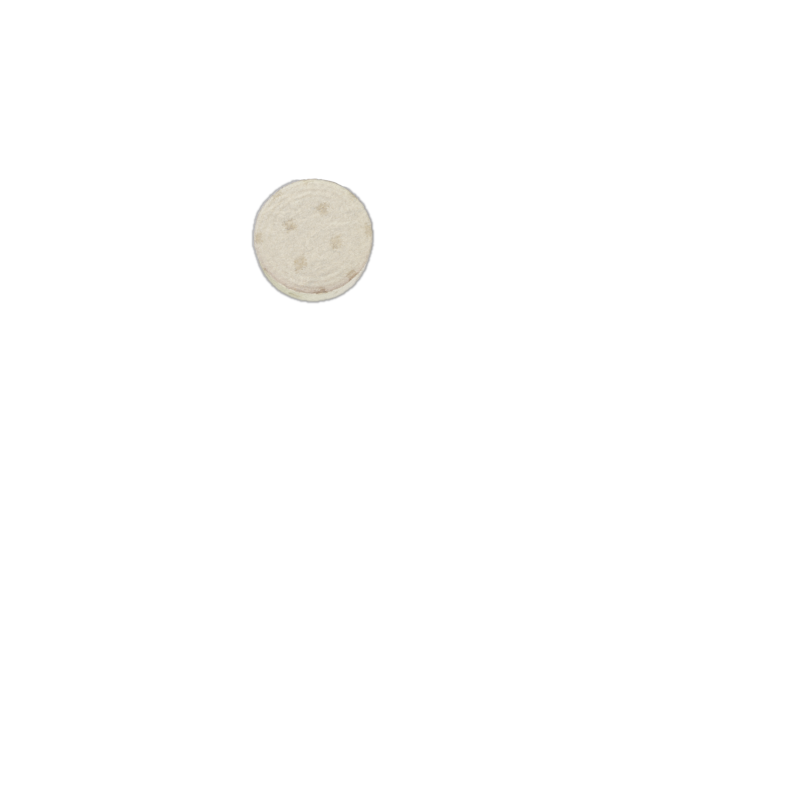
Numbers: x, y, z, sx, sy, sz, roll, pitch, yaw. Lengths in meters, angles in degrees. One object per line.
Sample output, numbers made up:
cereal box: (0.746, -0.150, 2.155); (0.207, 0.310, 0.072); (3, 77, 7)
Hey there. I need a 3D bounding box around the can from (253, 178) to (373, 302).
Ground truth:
can: (-0.063, -0.115, 0.803); (0.086, 0.089, 0.032); (0, -14, -1)
